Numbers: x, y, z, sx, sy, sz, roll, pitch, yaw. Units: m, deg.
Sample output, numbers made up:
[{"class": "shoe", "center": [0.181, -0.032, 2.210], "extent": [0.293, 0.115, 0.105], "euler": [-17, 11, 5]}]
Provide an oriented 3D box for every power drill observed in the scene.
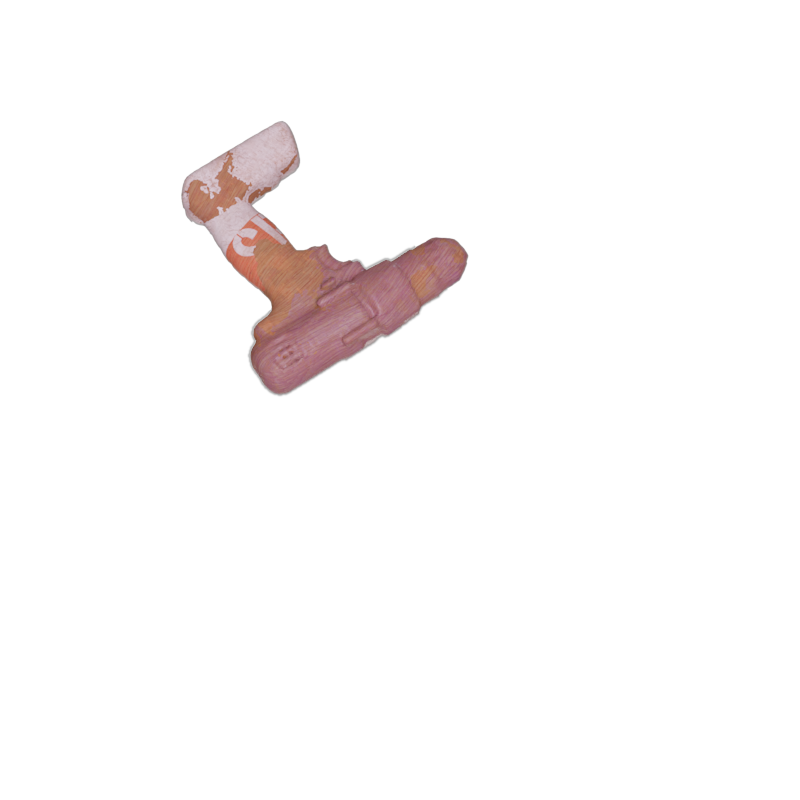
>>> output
[{"class": "power drill", "center": [-0.067, -0.122, 0.853], "extent": [0.185, 0.197, 0.054], "euler": [-32, -19, -13]}]
